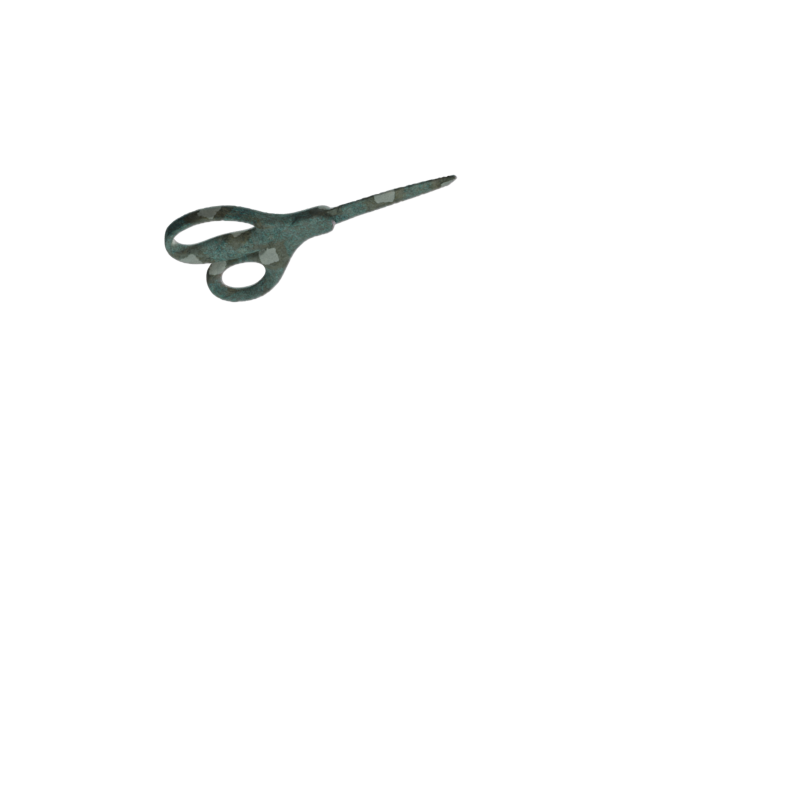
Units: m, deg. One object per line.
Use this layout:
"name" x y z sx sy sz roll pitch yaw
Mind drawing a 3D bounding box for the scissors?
"scissors" -0.060 -0.109 0.760 0.203 0.017 0.089 -5 -40 6
